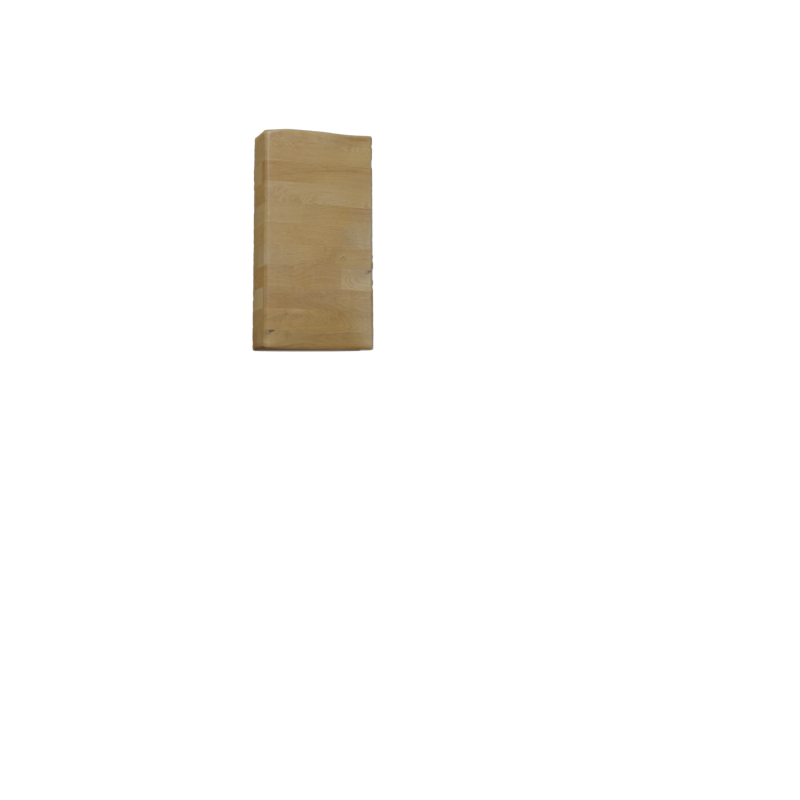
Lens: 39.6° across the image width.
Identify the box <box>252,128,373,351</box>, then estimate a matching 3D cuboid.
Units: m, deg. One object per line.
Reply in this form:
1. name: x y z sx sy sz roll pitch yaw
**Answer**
1. box: -0.070 -0.128 0.894 0.091 0.179 0.048 1 -7 -19
